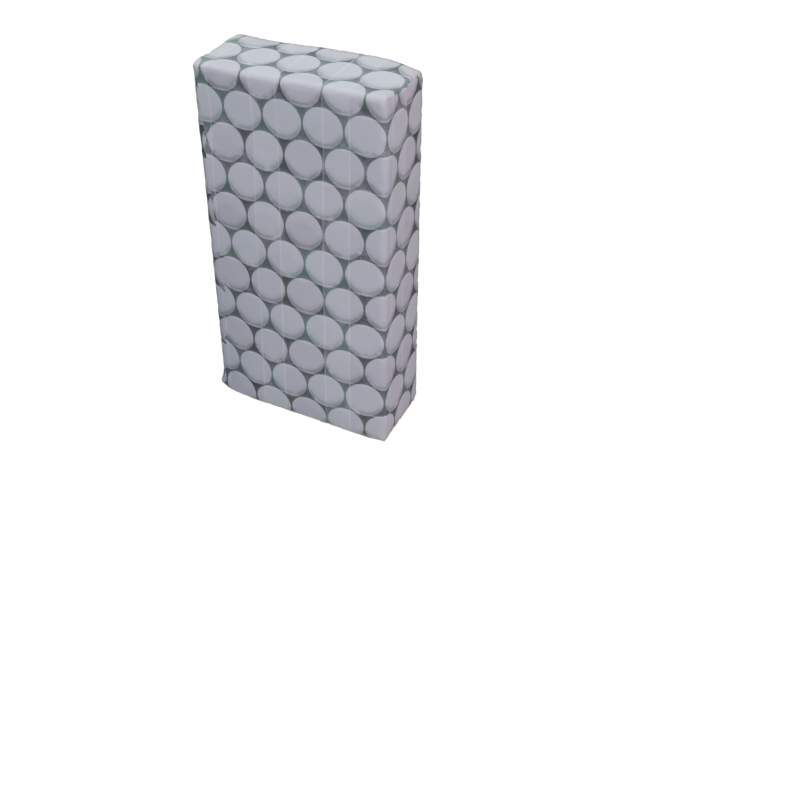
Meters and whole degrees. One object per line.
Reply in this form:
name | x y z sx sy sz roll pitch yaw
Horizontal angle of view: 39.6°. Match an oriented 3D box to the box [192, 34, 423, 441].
box | -0.039 -0.072 0.506 0.097 0.165 0.049 17 35 22
